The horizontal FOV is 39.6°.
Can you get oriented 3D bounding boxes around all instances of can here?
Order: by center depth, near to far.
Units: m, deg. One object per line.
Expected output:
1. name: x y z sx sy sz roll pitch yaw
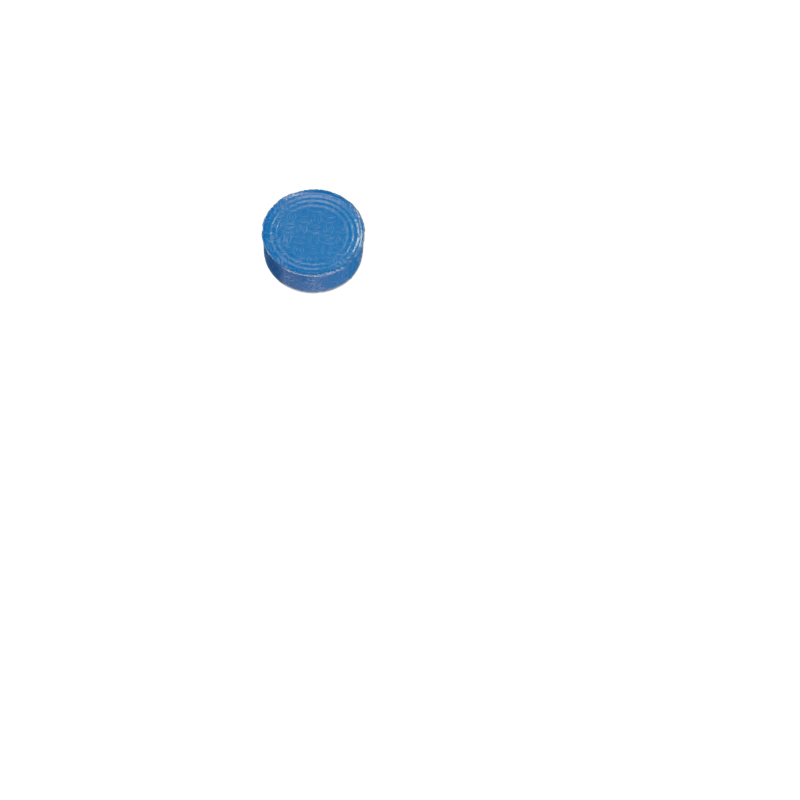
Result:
1. can: -0.073 -0.133 0.931 0.086 0.092 0.031 -1 -31 -1
